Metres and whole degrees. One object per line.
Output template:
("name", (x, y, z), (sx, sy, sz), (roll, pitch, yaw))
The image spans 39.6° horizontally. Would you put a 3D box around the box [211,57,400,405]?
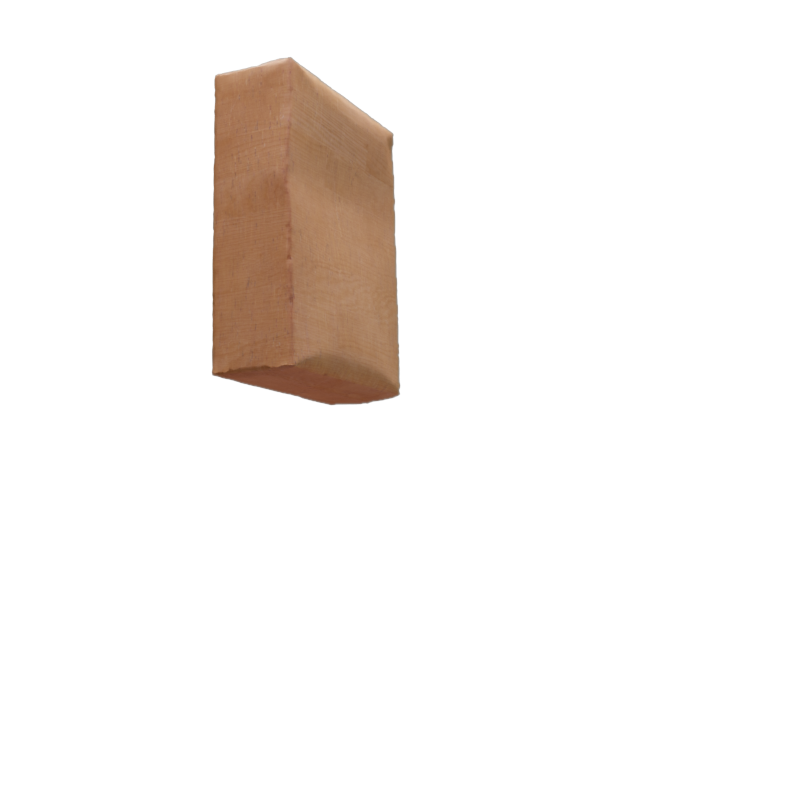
("box", (-0.062, -0.113, 0.791), (0.073, 0.222, 0.155), (-9, -15, 26))
